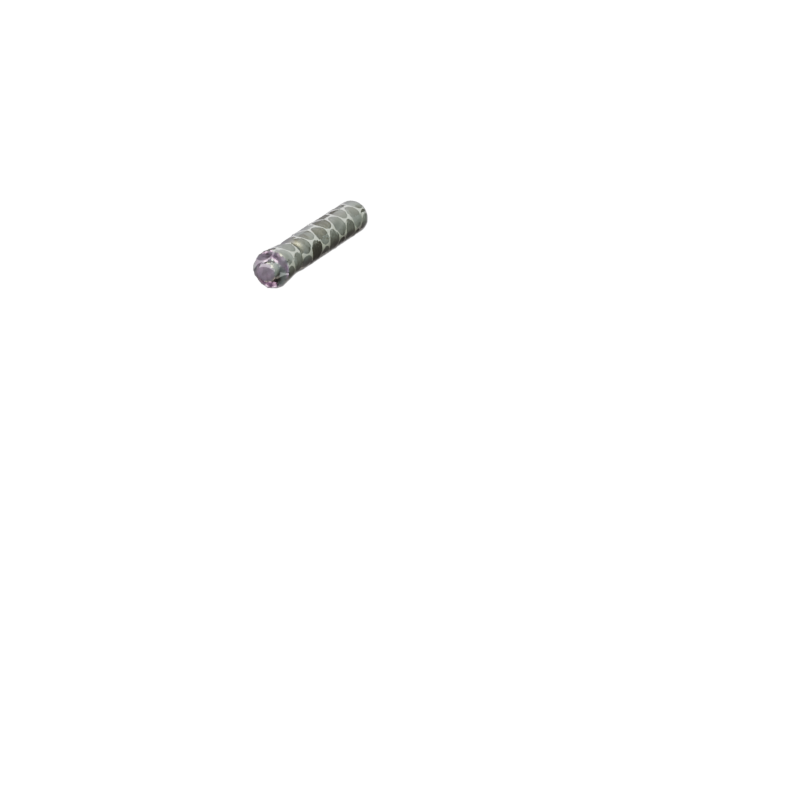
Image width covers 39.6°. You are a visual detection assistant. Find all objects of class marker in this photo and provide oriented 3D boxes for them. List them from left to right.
[{"bbox_3d":[-0.045,-0.081,0.569,0.020,0.019,0.123,1,21,18],"label":"marker"}]
